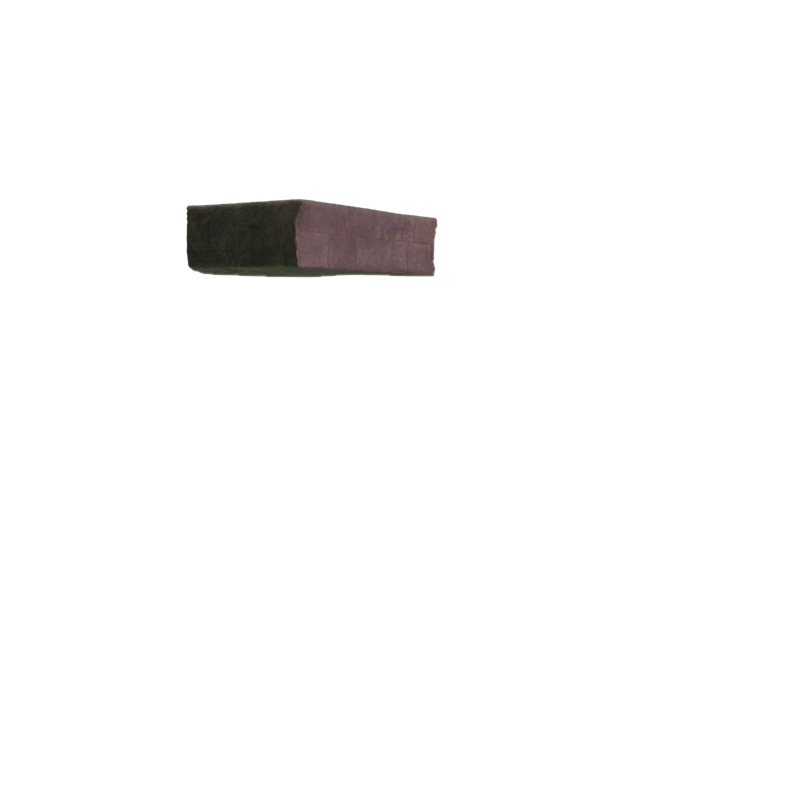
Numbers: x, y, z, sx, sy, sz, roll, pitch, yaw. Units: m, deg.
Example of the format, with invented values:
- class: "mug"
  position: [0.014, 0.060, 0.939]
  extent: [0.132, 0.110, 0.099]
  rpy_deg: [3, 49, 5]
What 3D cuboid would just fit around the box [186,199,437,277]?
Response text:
- class: "box"
  position: [-0.048, -0.087, 0.613]
  extent: [0.093, 0.039, 0.109]
  rpy_deg: [4, 6, 41]
